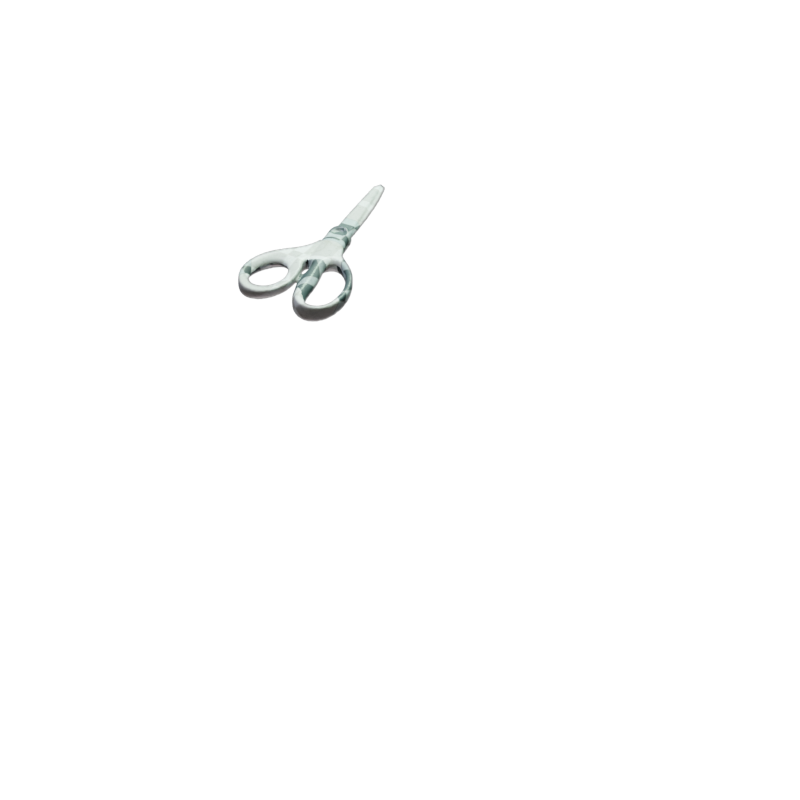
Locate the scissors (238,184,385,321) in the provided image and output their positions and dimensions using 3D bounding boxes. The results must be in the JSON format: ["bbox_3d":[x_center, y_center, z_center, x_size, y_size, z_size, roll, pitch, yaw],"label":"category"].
[{"bbox_3d":[-0.069,-0.127,0.887,0.097,0.015,0.214,3,37,4],"label":"scissors"}]
